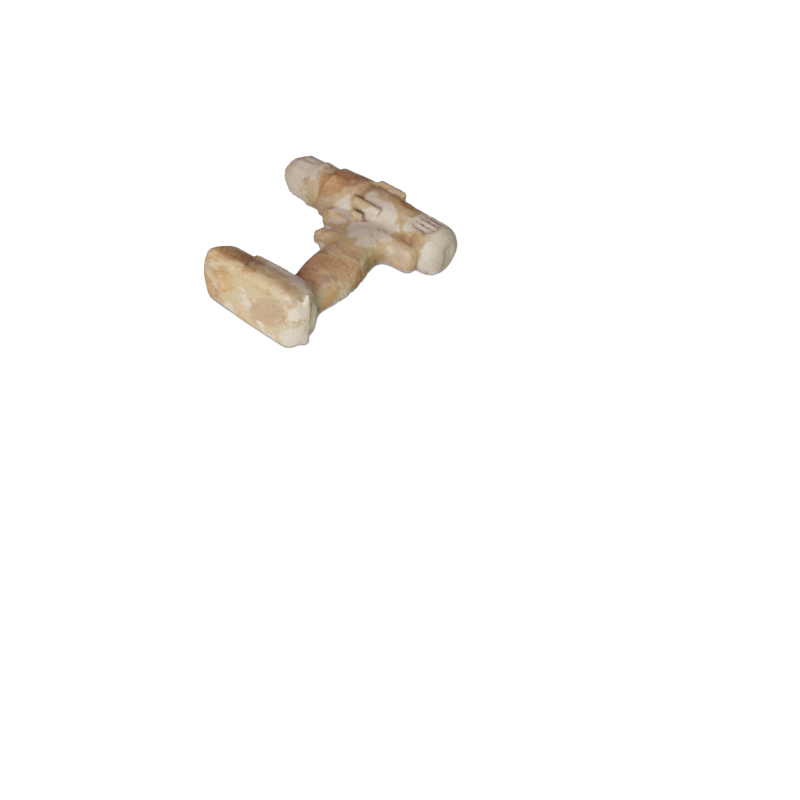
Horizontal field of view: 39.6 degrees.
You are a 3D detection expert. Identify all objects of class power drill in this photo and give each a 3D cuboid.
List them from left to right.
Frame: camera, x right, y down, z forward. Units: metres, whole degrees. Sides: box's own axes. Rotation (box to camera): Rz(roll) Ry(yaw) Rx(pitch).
[{"bbox_3d":[-0.073,-0.134,0.936,0.196,0.053,0.189,30,50,29],"label":"power drill"}]
